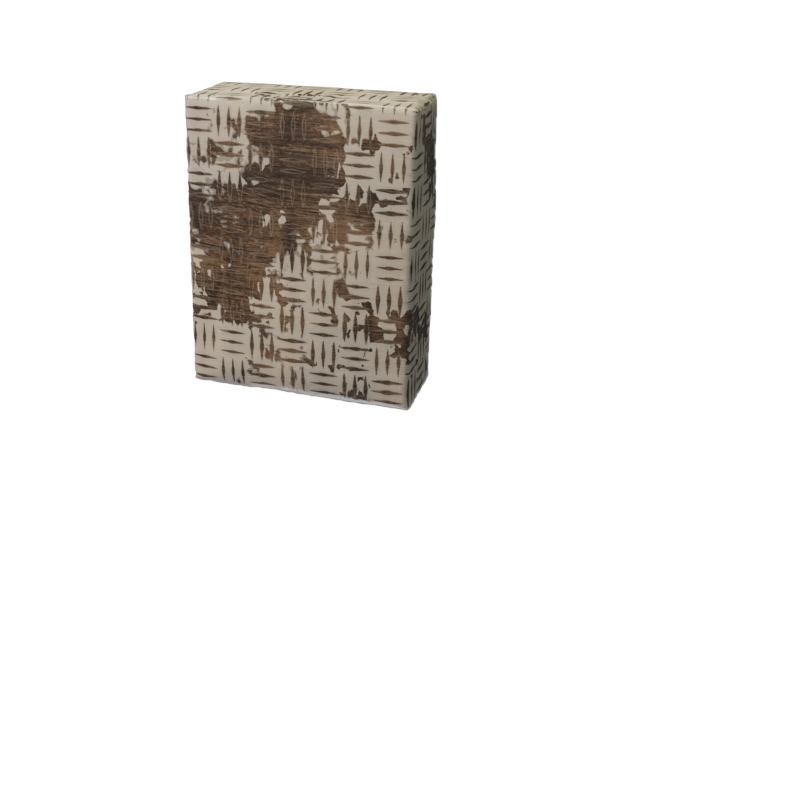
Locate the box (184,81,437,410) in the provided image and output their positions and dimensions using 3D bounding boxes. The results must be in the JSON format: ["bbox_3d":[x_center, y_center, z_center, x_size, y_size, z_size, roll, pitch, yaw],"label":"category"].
[{"bbox_3d":[-0.061,-0.112,0.783,0.168,0.205,0.073,8,20,17],"label":"box"}]
